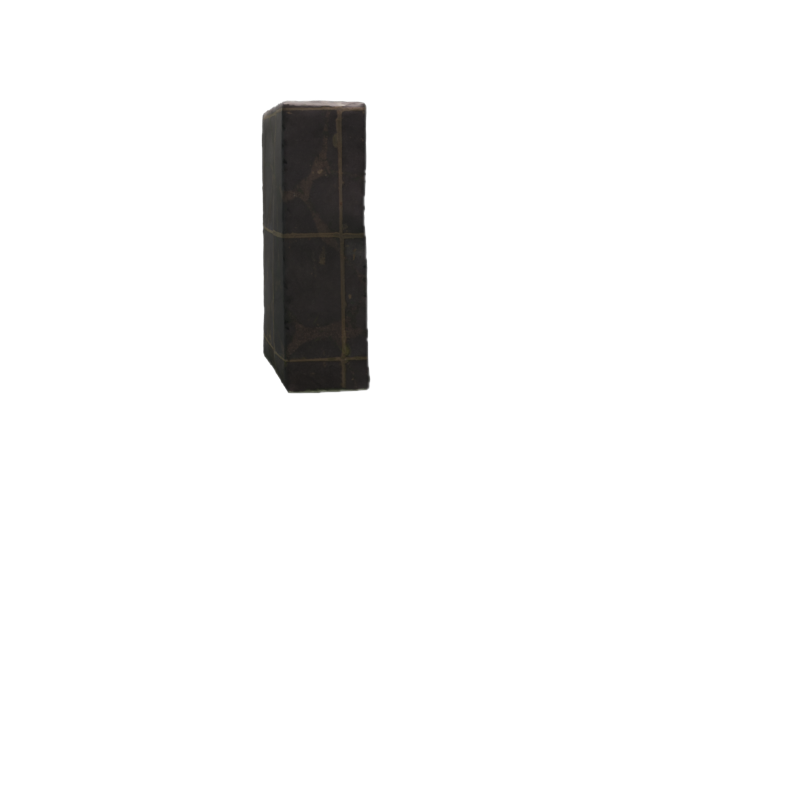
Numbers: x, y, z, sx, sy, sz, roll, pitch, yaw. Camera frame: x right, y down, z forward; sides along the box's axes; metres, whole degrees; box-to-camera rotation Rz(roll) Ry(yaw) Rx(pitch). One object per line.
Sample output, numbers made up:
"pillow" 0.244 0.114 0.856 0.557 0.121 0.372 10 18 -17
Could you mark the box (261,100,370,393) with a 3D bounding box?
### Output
"box" -0.069 -0.126 0.883 0.071 0.211 0.169 -1 7 -12
